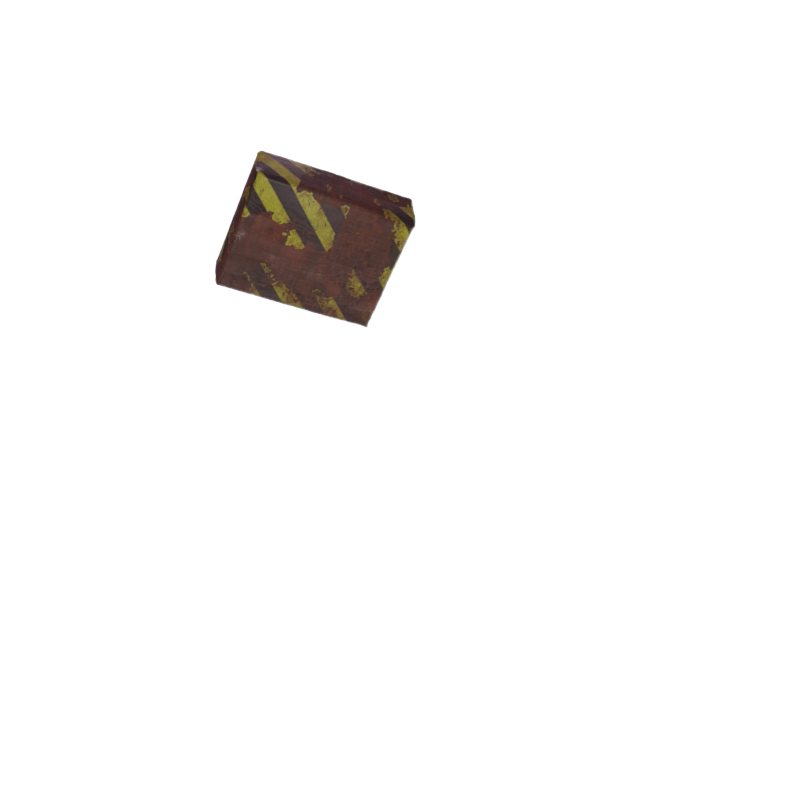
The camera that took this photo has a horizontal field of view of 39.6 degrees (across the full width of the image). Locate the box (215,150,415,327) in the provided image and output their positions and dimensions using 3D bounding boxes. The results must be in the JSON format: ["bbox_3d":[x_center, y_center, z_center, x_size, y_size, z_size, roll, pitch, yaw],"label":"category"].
[{"bbox_3d":[-0.058,-0.106,0.742,0.111,0.086,0.041,18,31,-12],"label":"box"}]
